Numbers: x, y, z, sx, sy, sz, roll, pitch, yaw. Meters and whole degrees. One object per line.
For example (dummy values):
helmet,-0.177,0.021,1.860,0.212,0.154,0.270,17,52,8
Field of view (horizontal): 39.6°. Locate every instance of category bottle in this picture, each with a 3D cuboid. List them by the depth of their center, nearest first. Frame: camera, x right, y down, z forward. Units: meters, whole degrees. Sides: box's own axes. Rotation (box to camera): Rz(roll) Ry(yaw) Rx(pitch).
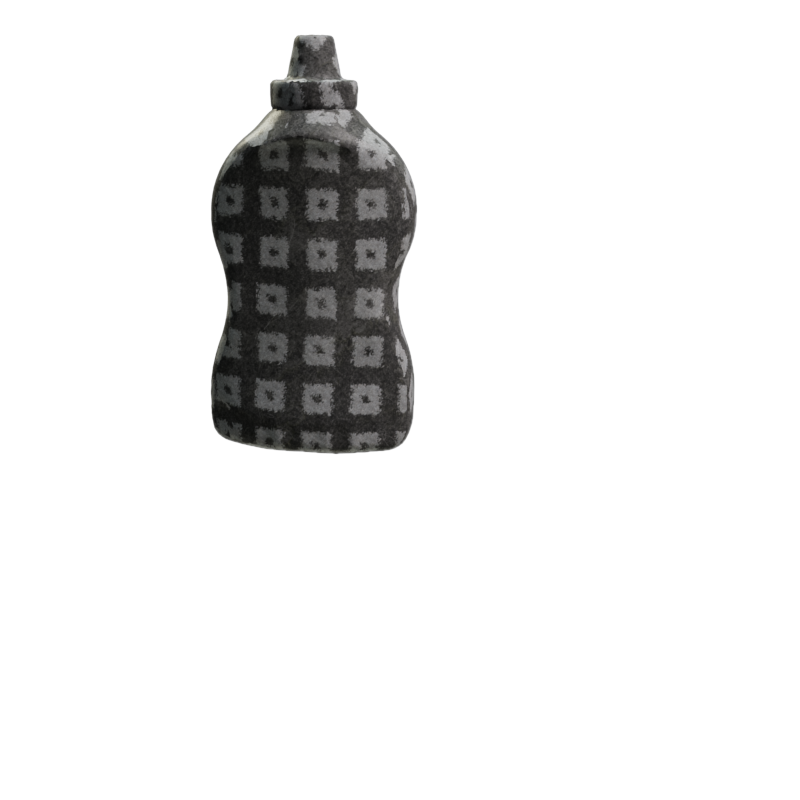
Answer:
bottle,-0.041,-0.075,0.524,0.098,0.187,0.059,3,10,11
